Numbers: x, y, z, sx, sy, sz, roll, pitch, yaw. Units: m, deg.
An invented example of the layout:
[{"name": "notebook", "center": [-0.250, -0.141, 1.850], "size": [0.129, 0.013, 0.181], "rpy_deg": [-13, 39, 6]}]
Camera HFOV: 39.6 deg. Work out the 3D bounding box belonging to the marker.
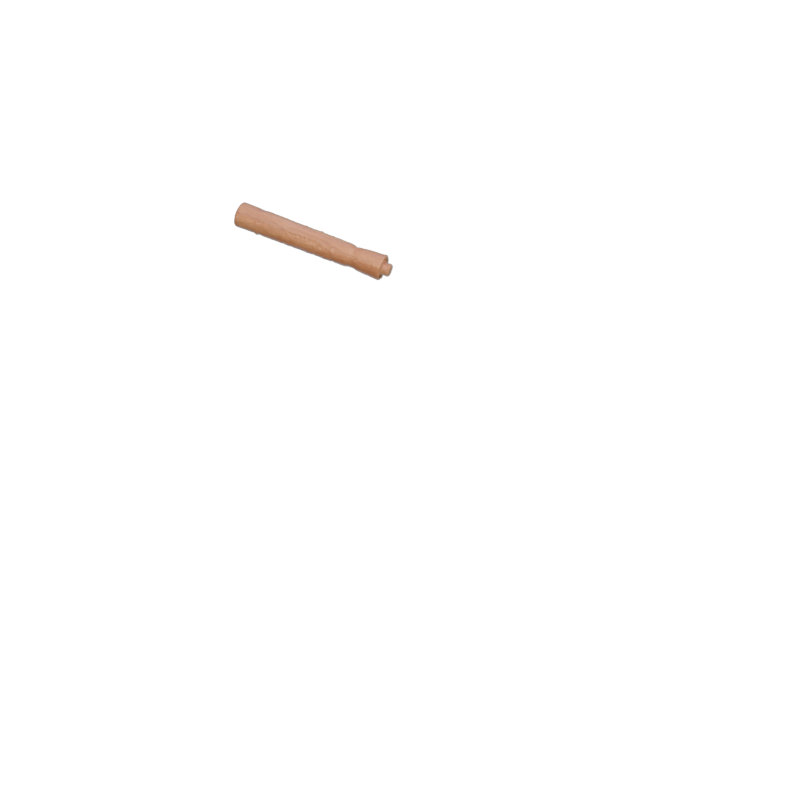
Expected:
[{"name": "marker", "center": [-0.062, -0.113, 0.793], "size": [0.125, 0.019, 0.019], "rpy_deg": [23, 10, 17]}]
